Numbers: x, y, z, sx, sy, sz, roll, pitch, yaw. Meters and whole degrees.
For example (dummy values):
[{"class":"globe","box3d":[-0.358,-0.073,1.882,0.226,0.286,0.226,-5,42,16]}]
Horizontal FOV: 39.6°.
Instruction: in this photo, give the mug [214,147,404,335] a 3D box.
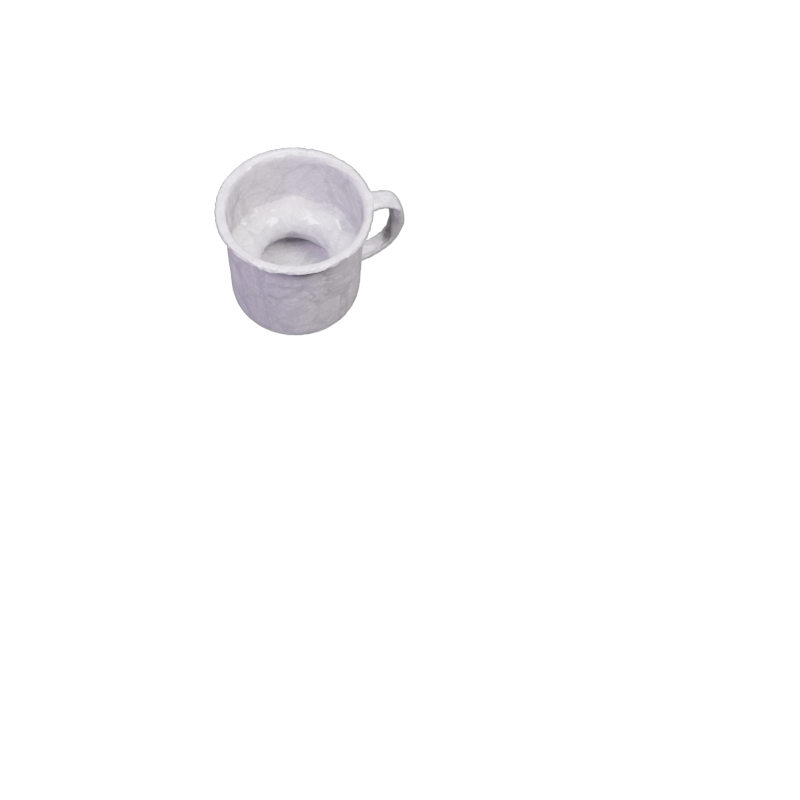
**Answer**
[{"class":"mug","box3d":[-0.053,-0.097,0.678,0.116,0.100,0.076,-20,-30,-13]}]
